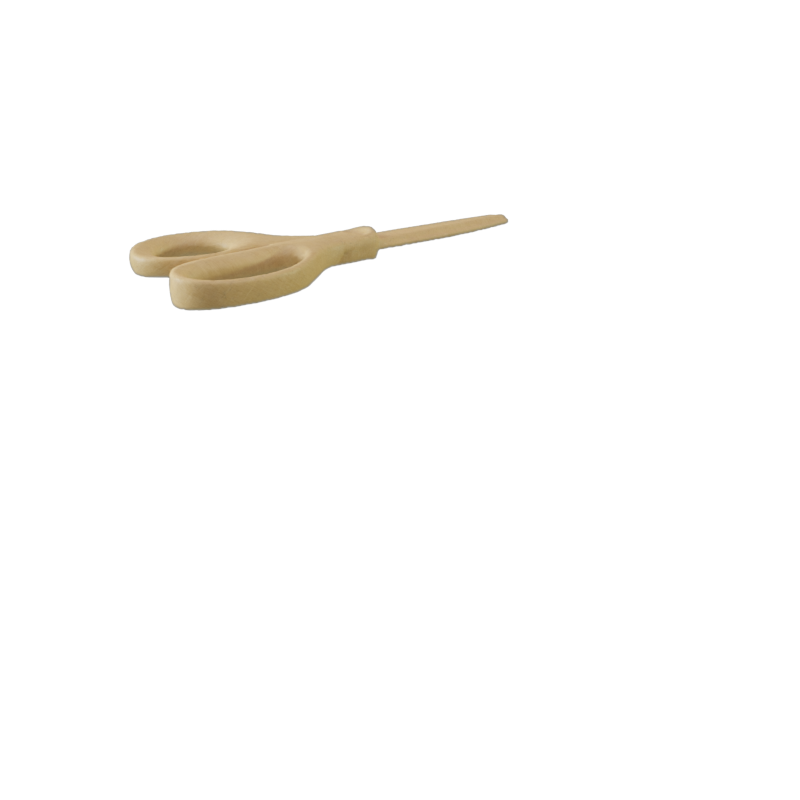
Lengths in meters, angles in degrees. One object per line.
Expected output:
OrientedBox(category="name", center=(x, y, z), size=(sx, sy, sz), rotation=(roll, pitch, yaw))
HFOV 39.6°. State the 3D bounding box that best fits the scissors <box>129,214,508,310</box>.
OrientedBox(category="scissors", center=(-0.041, -0.074, 0.520), size=(0.101, 0.015, 0.199), rotation=(14, 25, 33))
